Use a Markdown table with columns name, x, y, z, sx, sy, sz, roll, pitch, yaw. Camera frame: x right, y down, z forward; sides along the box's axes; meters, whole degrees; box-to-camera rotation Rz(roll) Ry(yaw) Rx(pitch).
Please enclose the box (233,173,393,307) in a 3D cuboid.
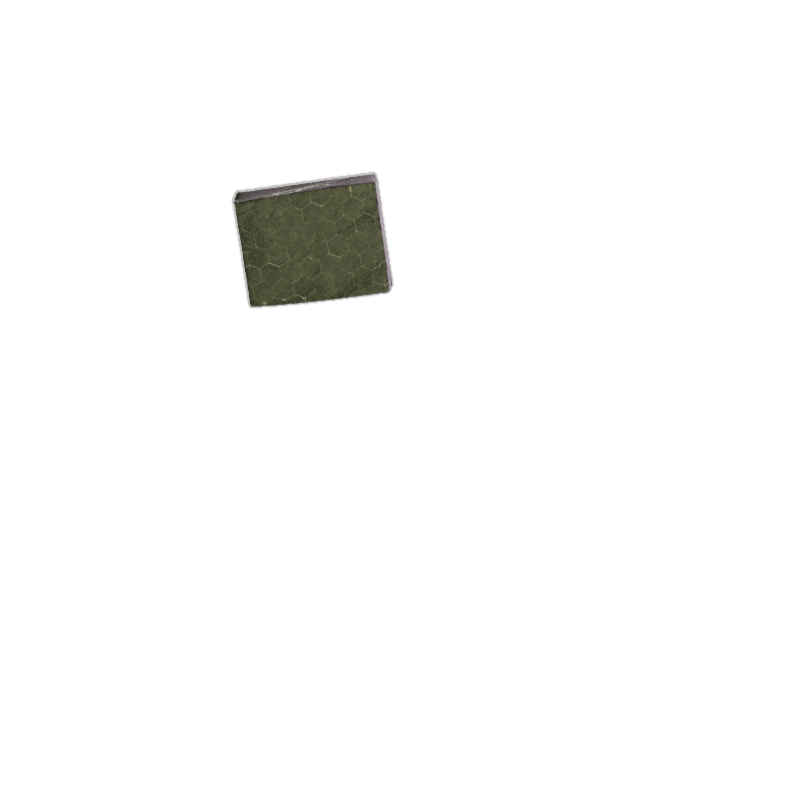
| name | x | y | z | sx | sy | sz | roll | pitch | yaw |
| --- | --- | --- | --- | --- | --- | --- | --- | --- | --- |
| box | -0.067 | -0.123 | 0.860 | 0.114 | 0.087 | 0.040 | -7 | 15 | 1 |
